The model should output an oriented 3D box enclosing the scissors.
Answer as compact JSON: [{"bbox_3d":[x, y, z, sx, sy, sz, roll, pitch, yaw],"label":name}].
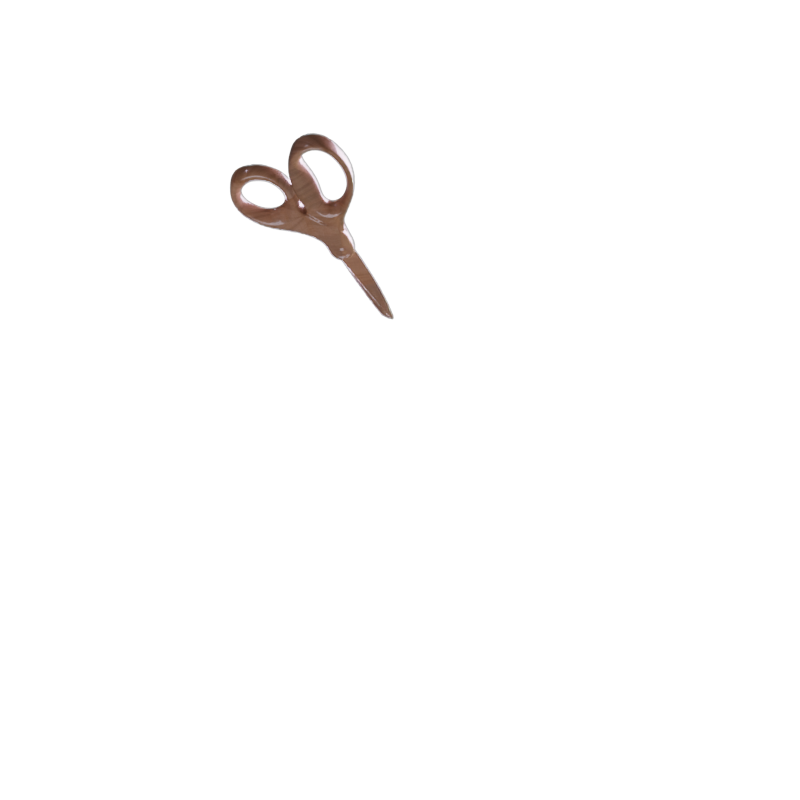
[{"bbox_3d":[-0.063,-0.116,0.811,0.097,0.017,0.187,-4,-37,6],"label":"scissors"}]
